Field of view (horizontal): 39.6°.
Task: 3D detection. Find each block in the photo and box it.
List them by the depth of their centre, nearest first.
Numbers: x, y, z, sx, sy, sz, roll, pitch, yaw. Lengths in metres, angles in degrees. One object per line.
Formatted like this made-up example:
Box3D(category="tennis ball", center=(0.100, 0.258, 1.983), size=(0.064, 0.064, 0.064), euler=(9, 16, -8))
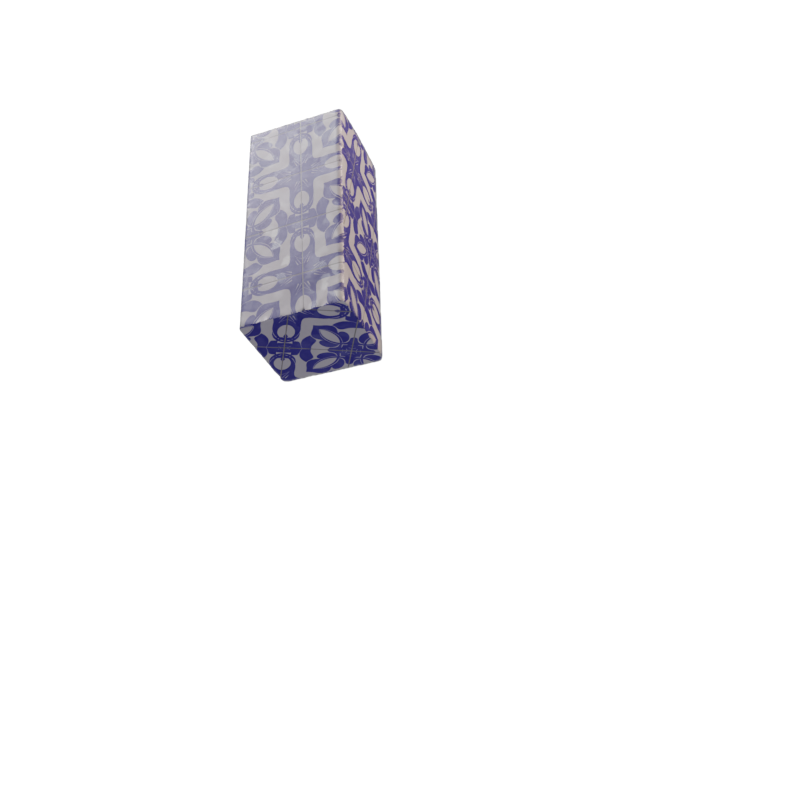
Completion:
Box3D(category="block", center=(-0.073, -0.133, 0.934), size=(0.092, 0.221, 0.083), euler=(-14, -37, 16))
